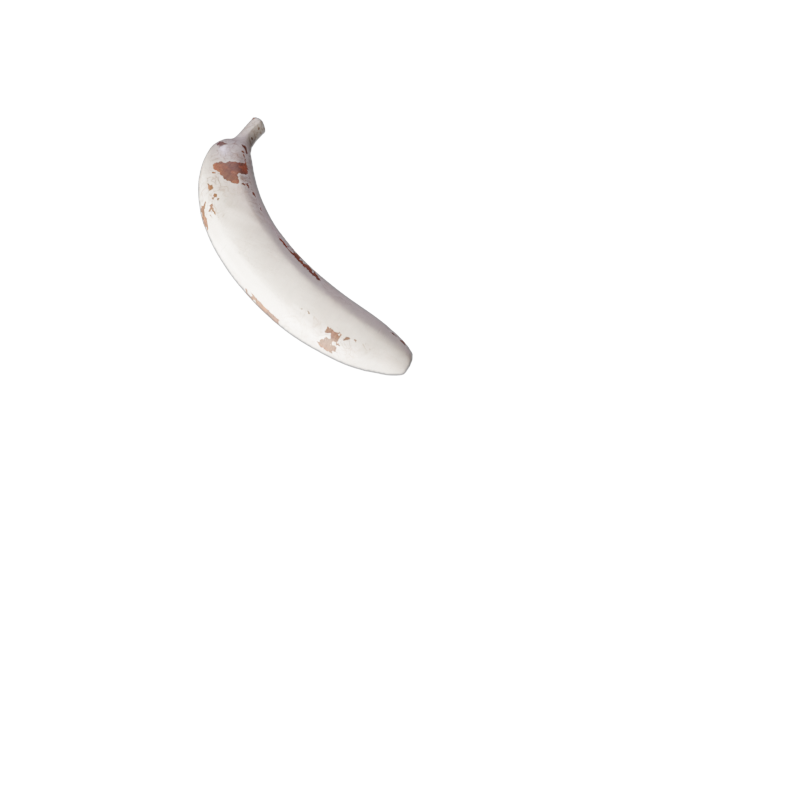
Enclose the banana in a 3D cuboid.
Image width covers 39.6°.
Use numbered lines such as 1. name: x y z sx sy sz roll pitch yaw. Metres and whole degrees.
1. banana: -0.069 -0.088 0.647 0.069 0.210 0.035 -25 -25 -13
